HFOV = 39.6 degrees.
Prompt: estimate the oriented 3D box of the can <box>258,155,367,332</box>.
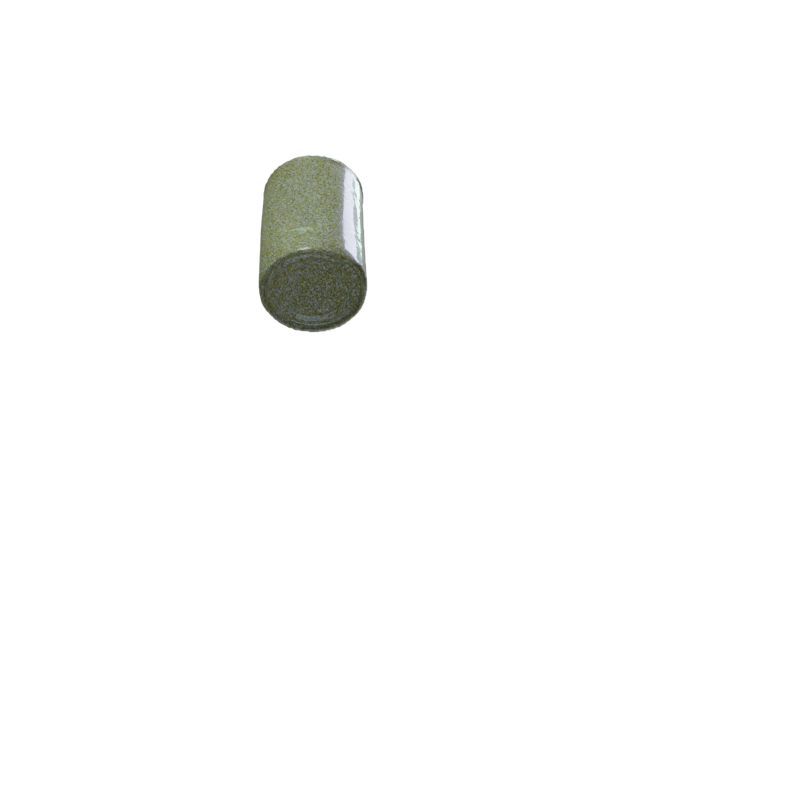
[{"bbox_3d":[-0.056,-0.101,0.709,0.068,0.064,0.110,-1,41,-3],"label":"can"}]
